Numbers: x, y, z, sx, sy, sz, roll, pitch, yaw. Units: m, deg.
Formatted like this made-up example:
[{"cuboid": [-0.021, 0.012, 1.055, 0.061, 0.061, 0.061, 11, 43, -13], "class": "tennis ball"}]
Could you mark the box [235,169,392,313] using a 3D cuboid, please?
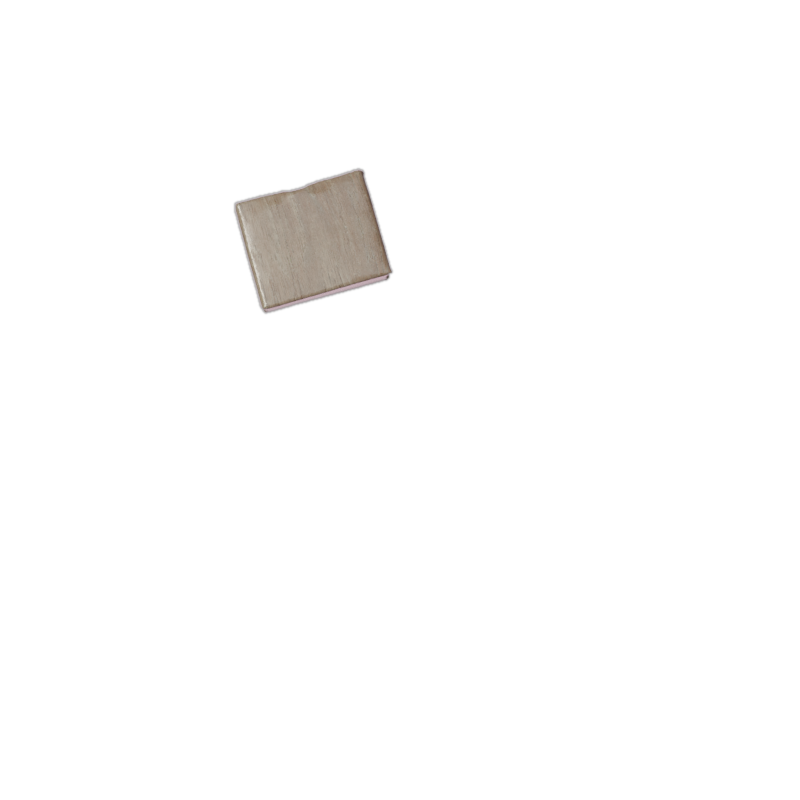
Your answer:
[{"cuboid": [-0.057, -0.105, 0.732, 0.089, 0.075, 0.029, -15, -8, -3], "class": "box"}]
